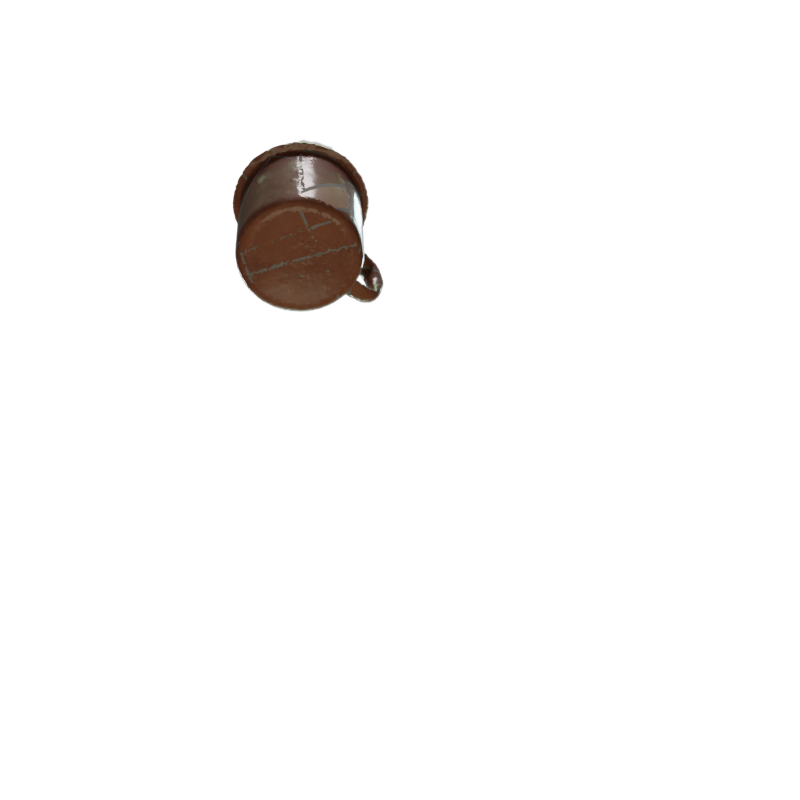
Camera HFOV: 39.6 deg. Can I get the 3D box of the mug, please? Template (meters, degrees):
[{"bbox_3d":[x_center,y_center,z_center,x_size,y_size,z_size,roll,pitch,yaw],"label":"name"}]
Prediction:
[{"bbox_3d":[-0.057,-0.104,0.732,0.111,0.092,0.087,40,22,-22],"label":"mug"}]
